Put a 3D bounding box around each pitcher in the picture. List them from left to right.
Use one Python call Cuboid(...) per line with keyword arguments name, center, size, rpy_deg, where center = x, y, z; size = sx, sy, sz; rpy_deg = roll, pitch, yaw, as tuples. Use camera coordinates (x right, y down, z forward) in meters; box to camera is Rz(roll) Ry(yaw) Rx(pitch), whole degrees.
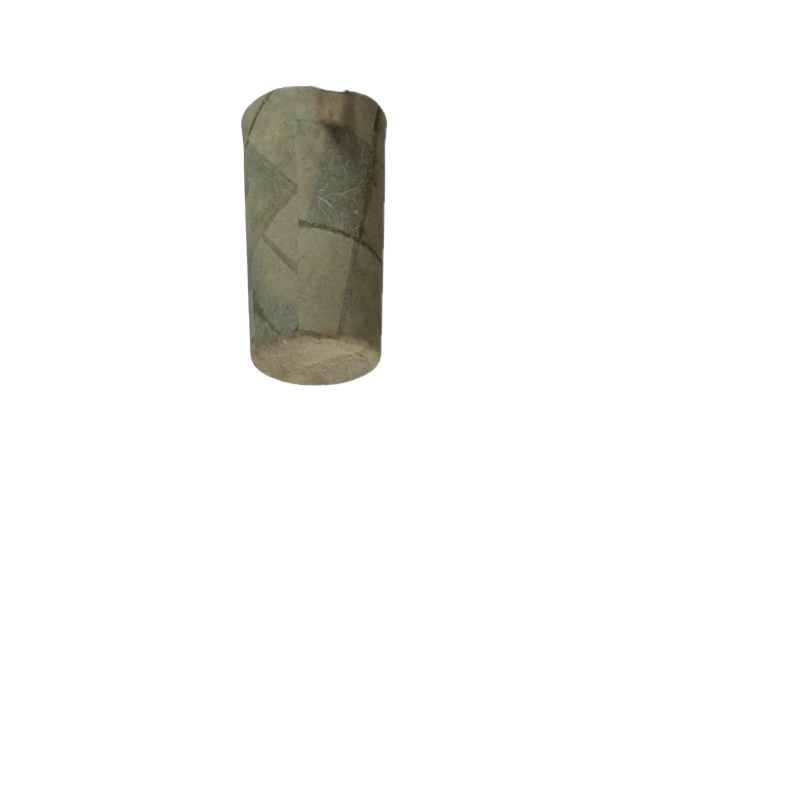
Cuboid(name="pitcher", center=(-0.076, -0.138, 0.969), size=(0.147, 0.257, 0.139), rpy_deg=(-15, -27, 27))
